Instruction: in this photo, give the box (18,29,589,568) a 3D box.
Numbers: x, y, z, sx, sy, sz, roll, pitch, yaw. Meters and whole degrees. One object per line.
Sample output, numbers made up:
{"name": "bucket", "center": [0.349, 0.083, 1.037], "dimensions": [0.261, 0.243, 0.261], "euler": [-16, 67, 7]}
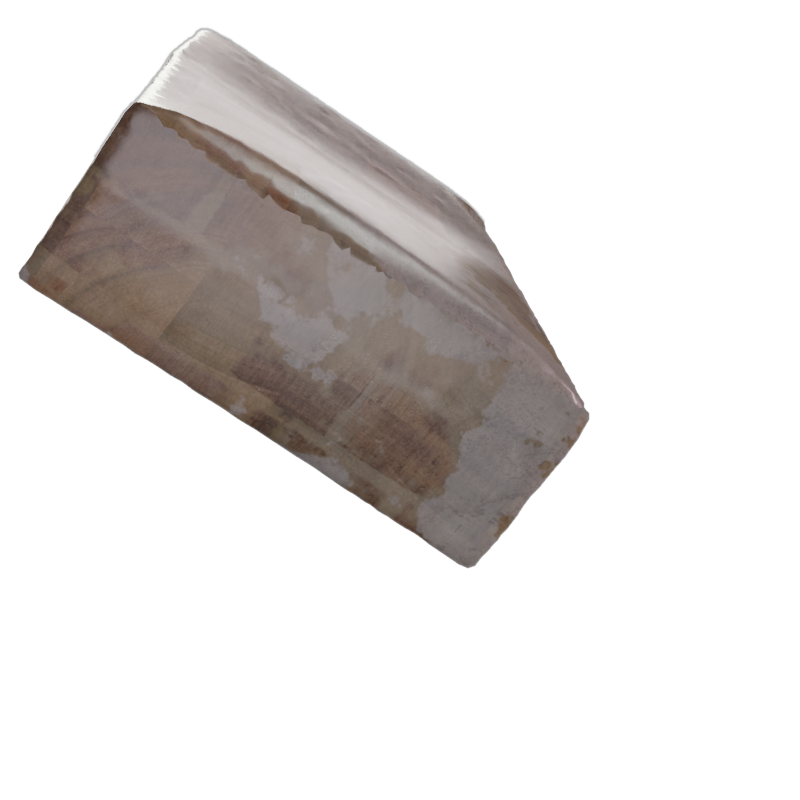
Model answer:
{"name": "box", "center": [-0.032, -0.059, 0.414], "dimensions": [0.159, 0.071, 0.224], "euler": [33, 18, -15]}
